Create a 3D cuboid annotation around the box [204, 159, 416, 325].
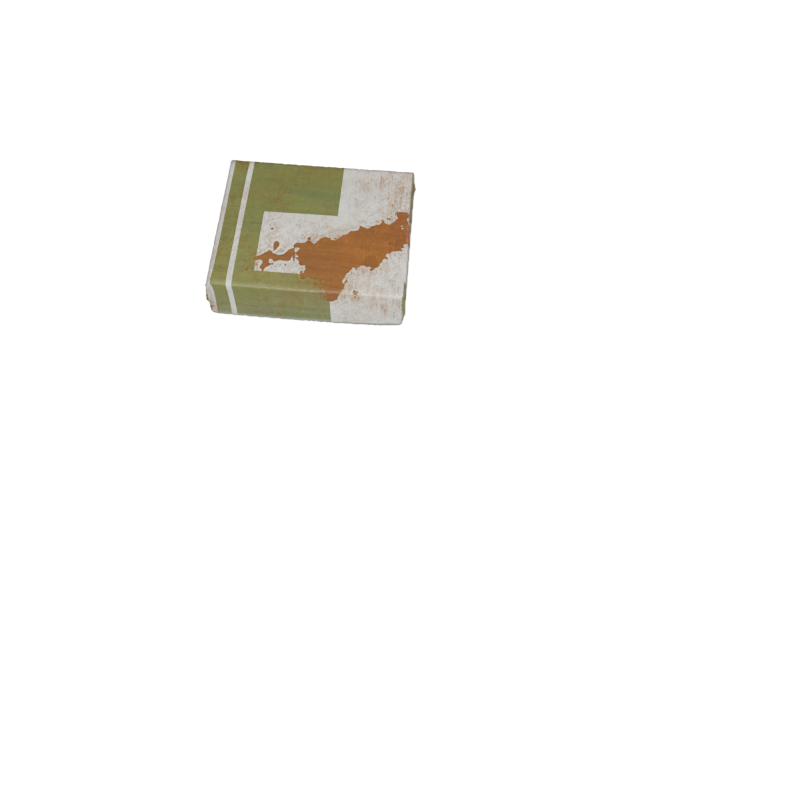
[{"bbox_3d":[-0.050,-0.092,0.644,0.114,0.095,0.036,5,-32,3],"label":"box"}]
